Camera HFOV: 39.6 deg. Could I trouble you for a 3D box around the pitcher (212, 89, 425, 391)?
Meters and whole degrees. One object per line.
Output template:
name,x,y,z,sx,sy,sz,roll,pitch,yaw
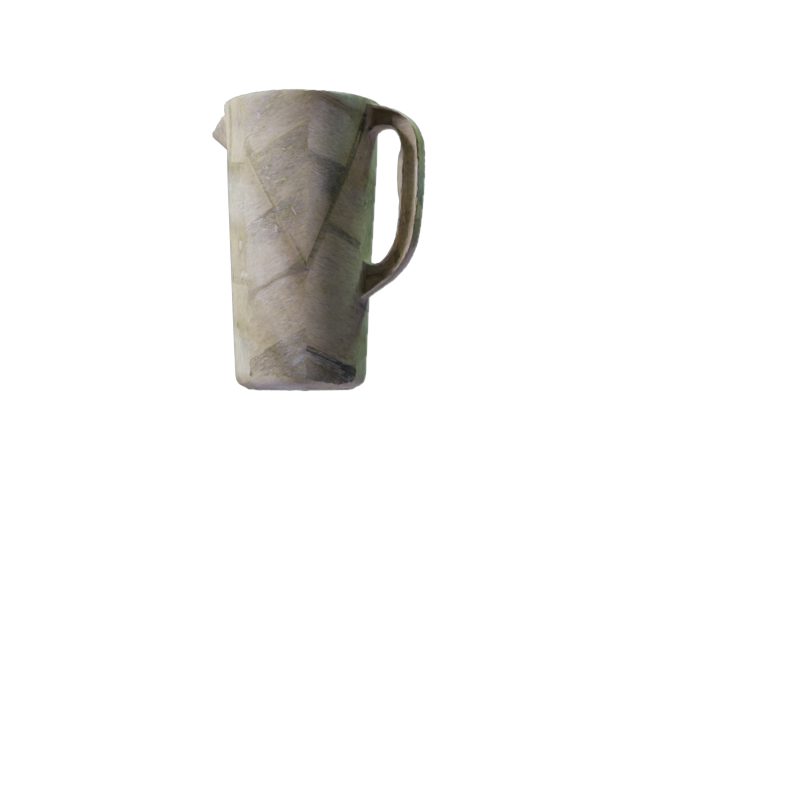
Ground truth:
pitcher,-0.072,-0.131,0.919,0.140,0.246,0.152,1,-4,-25
